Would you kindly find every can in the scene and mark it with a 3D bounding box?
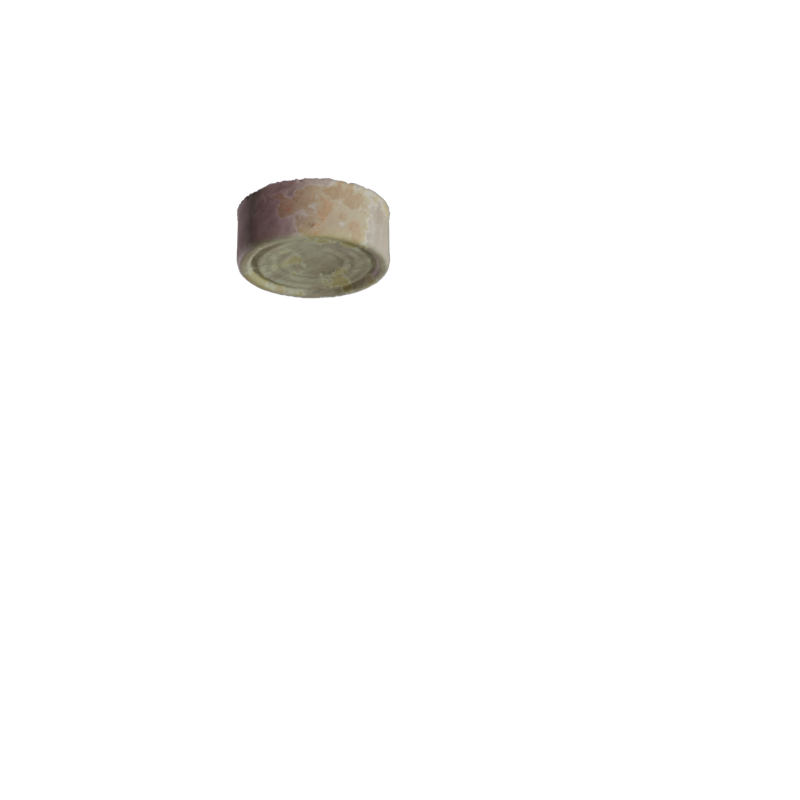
[{"bbox_3d":[-0.048,-0.088,0.613,0.086,0.035,0.082,0,-21,-2],"label":"can"}]
